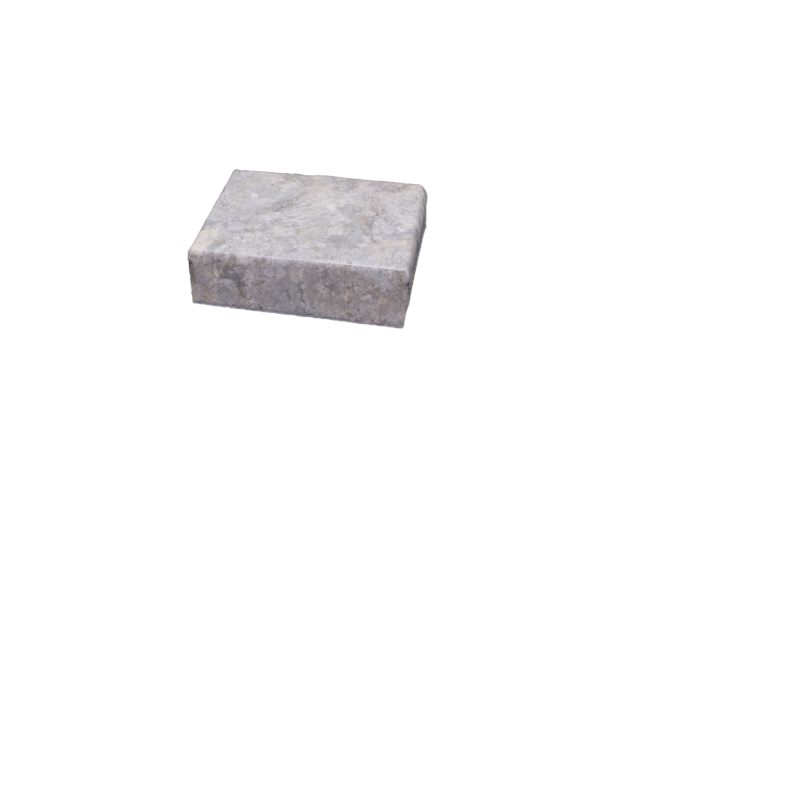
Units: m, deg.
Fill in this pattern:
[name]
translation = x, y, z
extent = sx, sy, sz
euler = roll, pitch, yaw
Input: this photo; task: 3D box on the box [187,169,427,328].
[box]
translation = -0.036, -0.066, 0.465
extent = 0.090, 0.028, 0.077
euler = 6, 36, 7
